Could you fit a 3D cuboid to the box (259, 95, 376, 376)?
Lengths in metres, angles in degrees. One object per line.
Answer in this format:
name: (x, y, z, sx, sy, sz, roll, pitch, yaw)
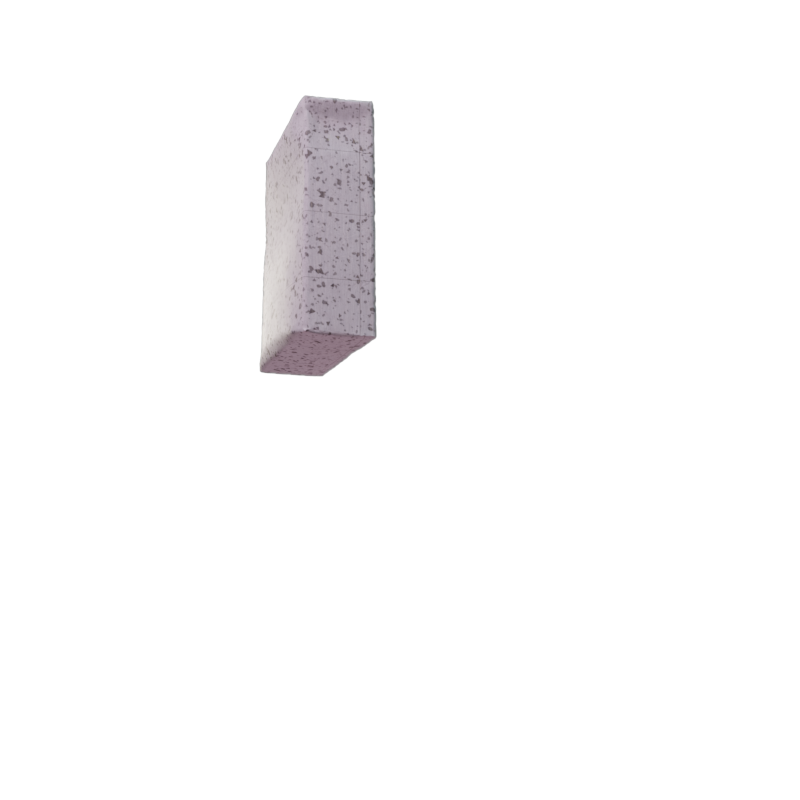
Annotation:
box: (-0.078, -0.142, 0.992, 0.070, 0.222, 0.162, 4, -16, -18)
